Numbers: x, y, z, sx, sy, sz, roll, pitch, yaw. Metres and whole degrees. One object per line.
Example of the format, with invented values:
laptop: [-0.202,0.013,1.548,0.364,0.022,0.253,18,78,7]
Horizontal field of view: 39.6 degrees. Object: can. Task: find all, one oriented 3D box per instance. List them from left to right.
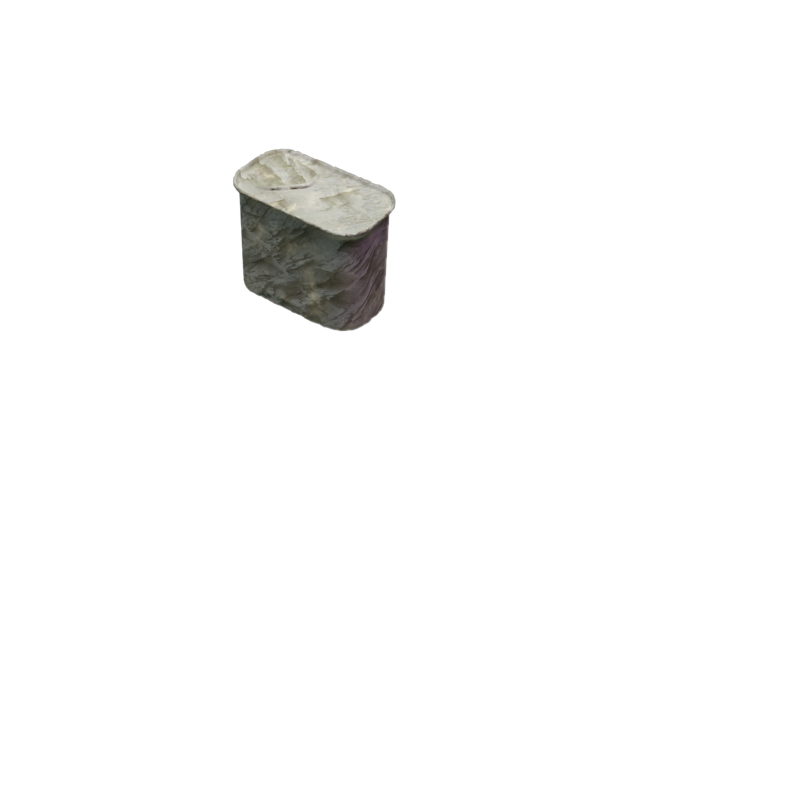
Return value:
can: [-0.056,-0.101,0.709,0.107,0.078,0.058,27,47,25]
